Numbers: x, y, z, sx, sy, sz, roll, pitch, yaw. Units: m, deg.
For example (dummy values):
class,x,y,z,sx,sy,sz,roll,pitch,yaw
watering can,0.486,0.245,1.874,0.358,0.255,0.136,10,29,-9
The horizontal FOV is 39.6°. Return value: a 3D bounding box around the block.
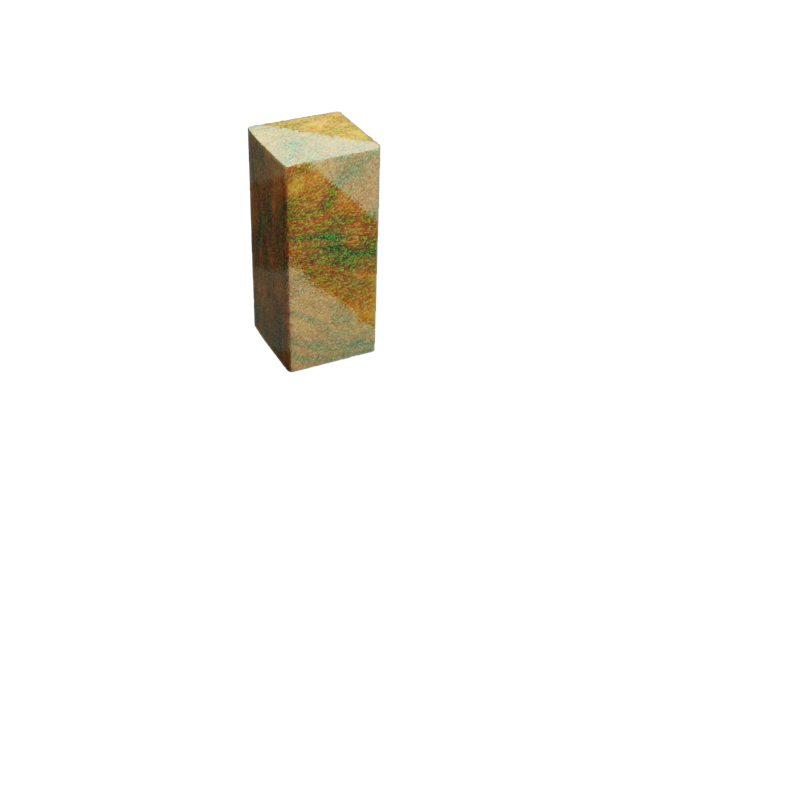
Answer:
class,x,y,z,sx,sy,sz,roll,pitch,yaw
block,-0.078,-0.141,0.991,0.089,0.194,0.097,-13,35,-23
